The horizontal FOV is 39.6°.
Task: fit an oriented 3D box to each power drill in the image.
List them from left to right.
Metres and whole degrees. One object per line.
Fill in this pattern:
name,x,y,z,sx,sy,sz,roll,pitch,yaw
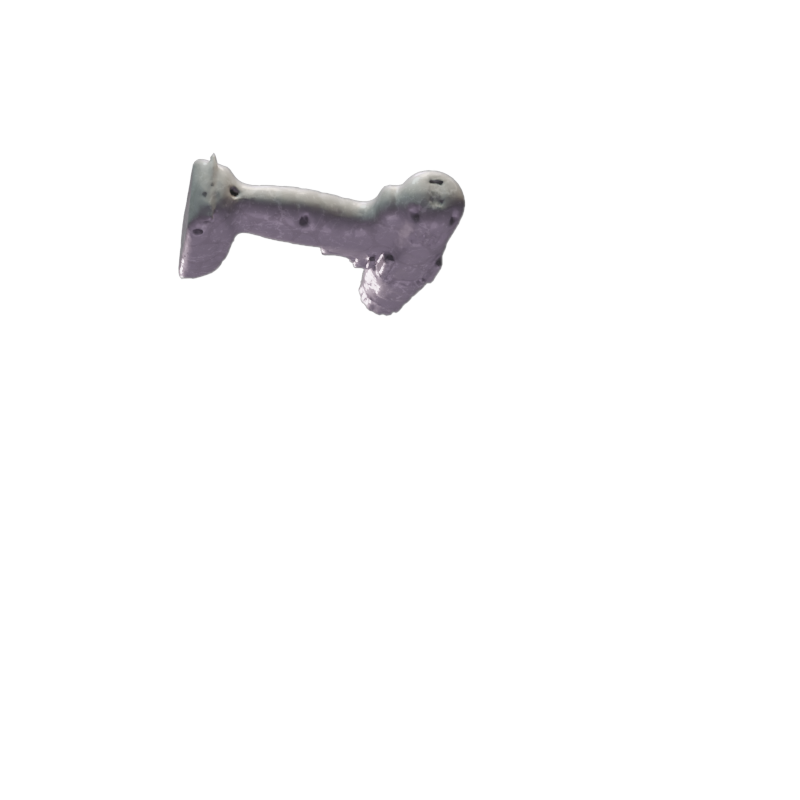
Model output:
power drill,-0.062,-0.113,0.794,0.185,0.061,0.177,4,-21,-10
